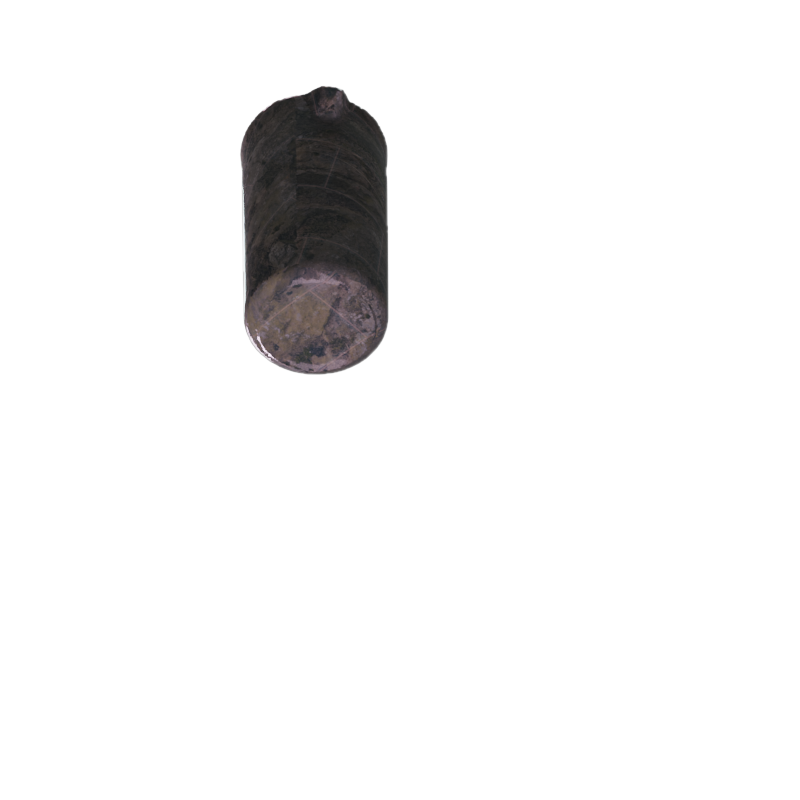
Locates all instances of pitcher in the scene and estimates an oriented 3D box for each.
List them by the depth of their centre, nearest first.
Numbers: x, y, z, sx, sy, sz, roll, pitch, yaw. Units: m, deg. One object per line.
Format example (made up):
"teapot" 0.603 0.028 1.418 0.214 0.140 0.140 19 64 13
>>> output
"pitcher" -0.072 -0.131 0.918 0.145 0.261 0.139 -26 -52 18
